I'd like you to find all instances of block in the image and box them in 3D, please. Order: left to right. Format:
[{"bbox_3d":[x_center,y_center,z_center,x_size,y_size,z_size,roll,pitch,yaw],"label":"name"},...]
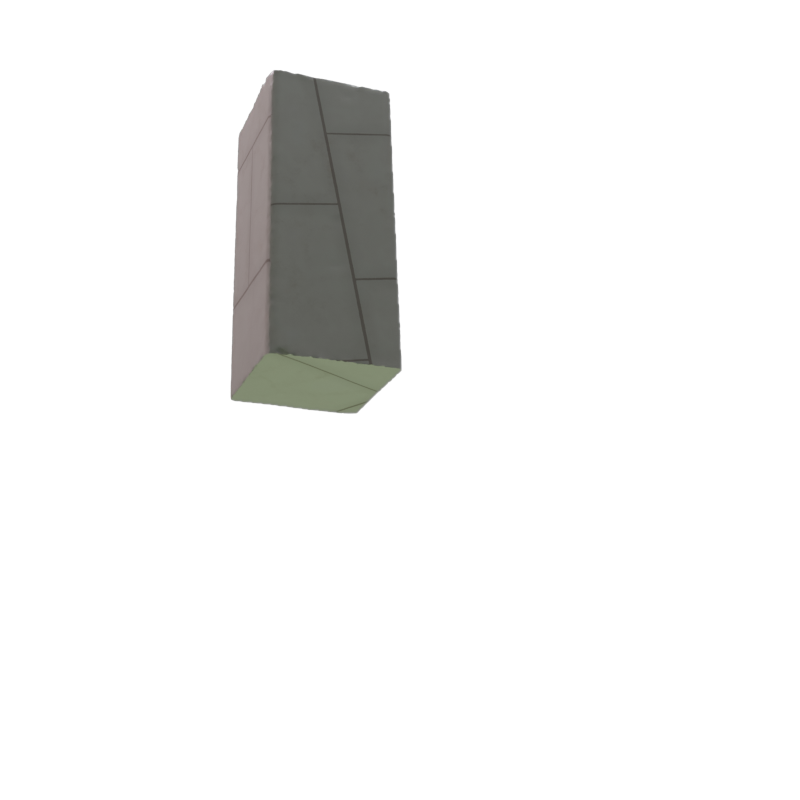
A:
[{"bbox_3d":[-0.059,-0.107,0.747,0.088,0.218,0.088,8,-27,-19],"label":"block"}]
